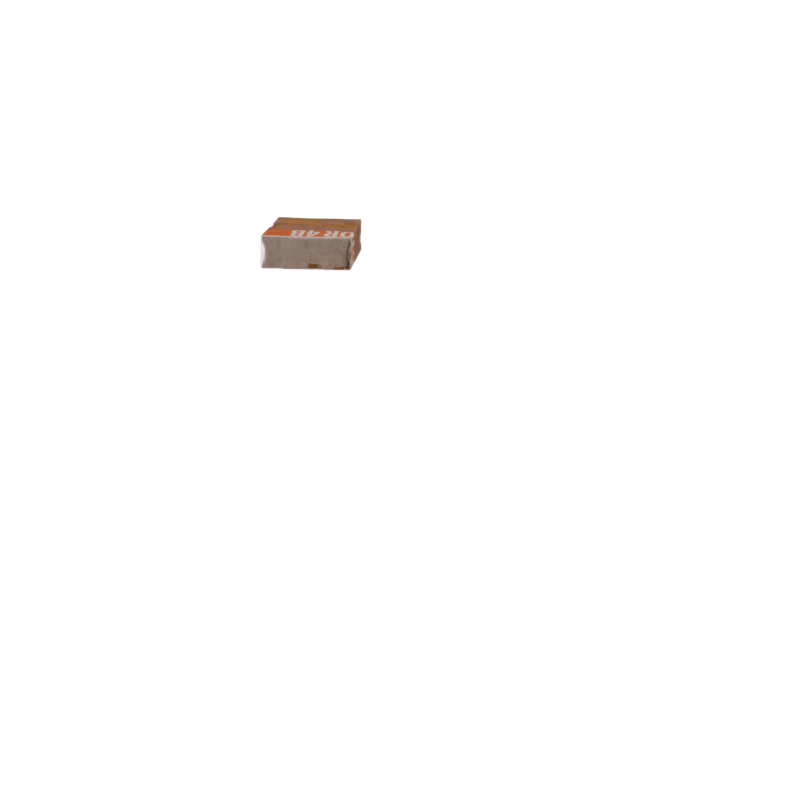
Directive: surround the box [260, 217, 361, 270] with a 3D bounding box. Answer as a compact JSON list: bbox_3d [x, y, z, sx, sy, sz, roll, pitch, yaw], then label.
[{"bbox_3d":[-0.072,-0.131,0.916,0.074,0.029,0.092,2,19,5],"label":"box"}]
